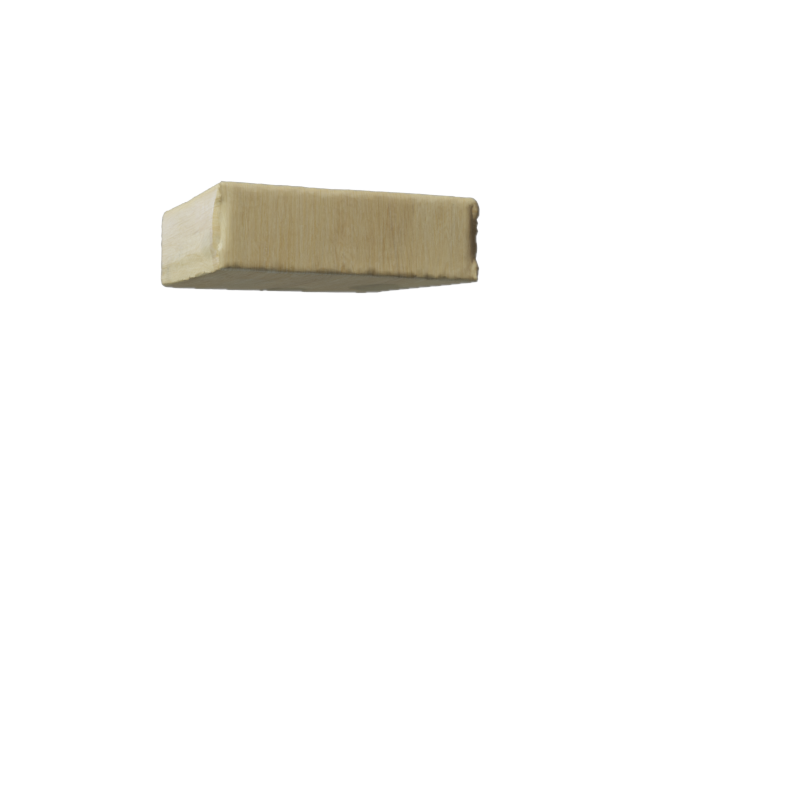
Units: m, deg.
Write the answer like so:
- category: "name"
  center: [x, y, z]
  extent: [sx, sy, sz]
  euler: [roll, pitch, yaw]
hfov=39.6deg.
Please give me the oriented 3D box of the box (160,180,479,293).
- category: "box"
  center: [-0.029, -0.053, 0.372]
  extent: [0.087, 0.030, 0.075]
  euler: [-1, 1, -23]
